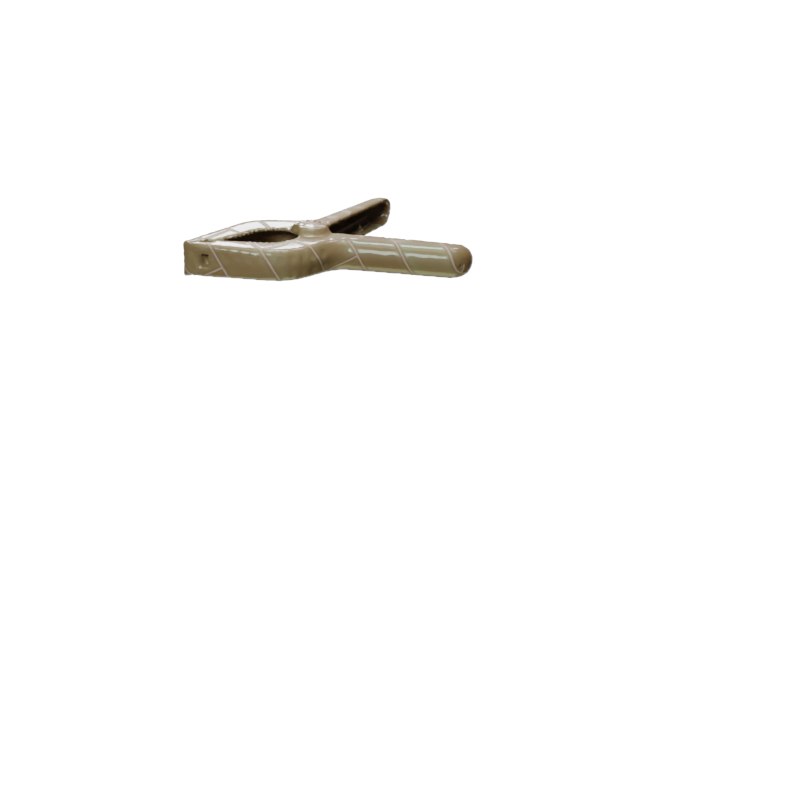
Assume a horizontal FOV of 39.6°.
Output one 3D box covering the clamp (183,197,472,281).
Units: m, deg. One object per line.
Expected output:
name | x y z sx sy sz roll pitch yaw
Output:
clamp | -0.069 -0.125 0.877 0.207 0.035 0.175 -6 24 -14
